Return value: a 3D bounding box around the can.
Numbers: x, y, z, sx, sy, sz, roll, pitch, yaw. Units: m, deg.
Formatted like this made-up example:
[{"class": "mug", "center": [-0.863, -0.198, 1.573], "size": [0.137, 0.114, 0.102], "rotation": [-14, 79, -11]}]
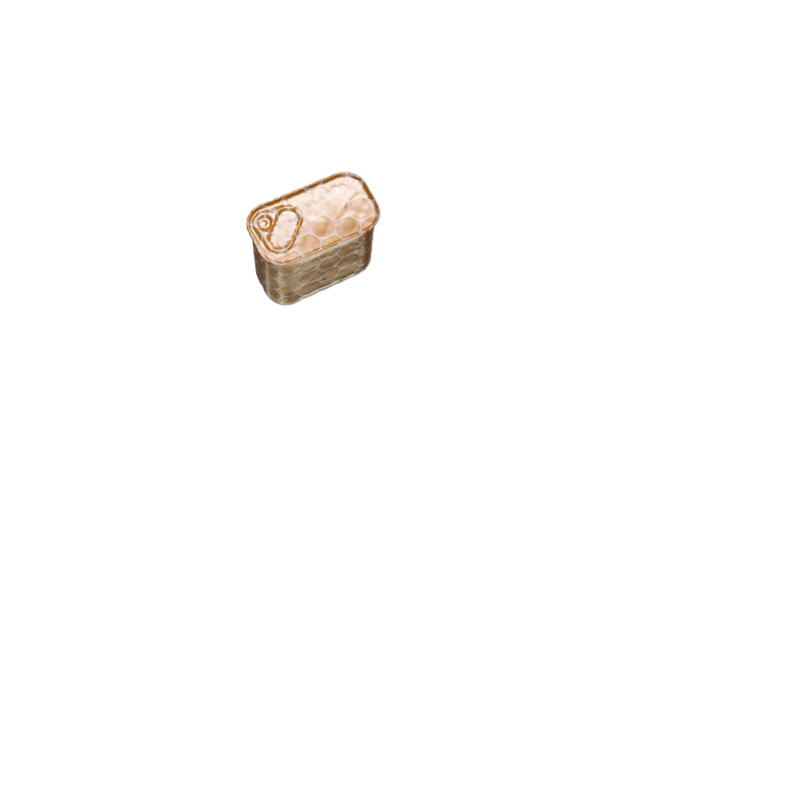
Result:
[{"class": "can", "center": [-0.070, -0.128, 0.895], "size": [0.101, 0.061, 0.079], "rotation": [-24, -19, -12]}]
